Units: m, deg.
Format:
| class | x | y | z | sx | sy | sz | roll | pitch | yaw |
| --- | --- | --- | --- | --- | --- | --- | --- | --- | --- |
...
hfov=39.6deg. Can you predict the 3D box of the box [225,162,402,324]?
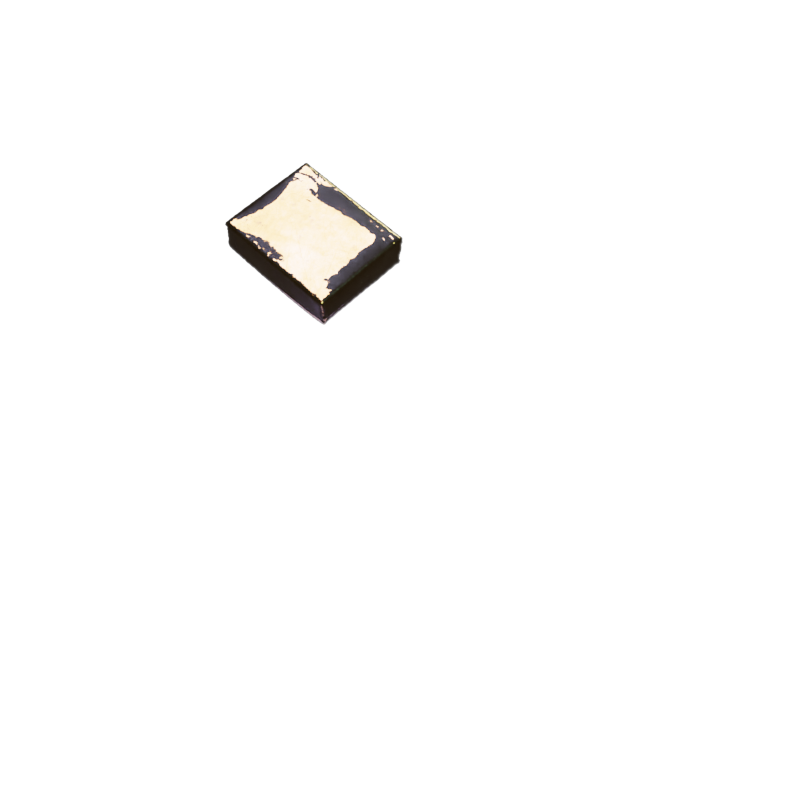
| class | x | y | z | sx | sy | sz | roll | pitch | yaw |
| --- | --- | --- | --- | --- | --- | --- | --- | --- | --- |
| box | -0.069 | -0.126 | 0.881 | 0.091 | 0.120 | 0.036 | -40 | -23 | -22 |
